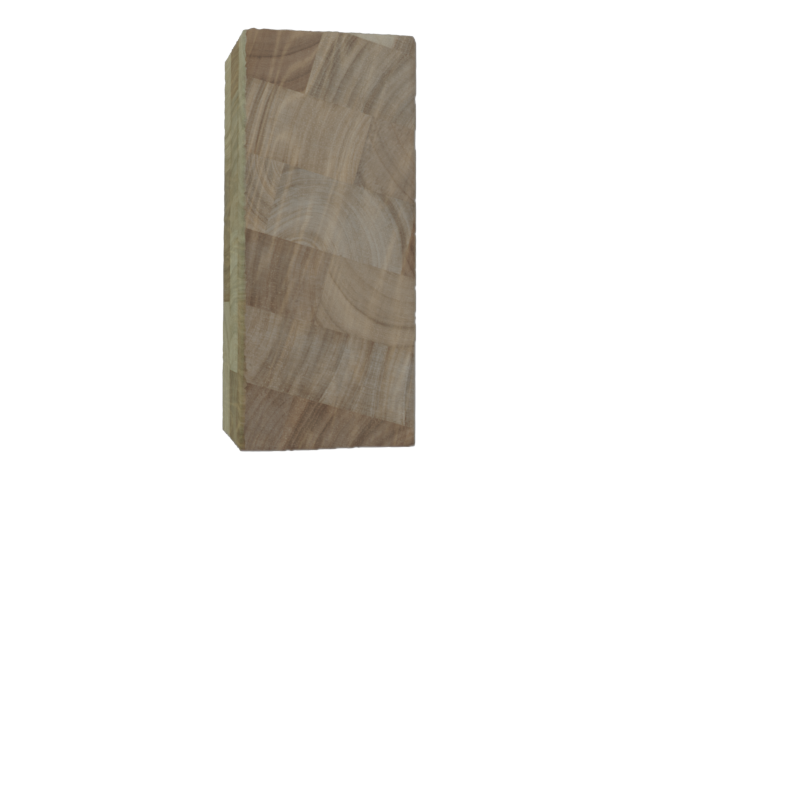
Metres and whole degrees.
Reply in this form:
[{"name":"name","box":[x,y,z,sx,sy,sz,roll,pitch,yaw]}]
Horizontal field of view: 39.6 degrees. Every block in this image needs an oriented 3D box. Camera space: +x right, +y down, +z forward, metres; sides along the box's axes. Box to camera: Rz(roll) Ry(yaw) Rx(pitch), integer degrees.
[{"name":"block","box":[-0.045,-0.084,0.586,0.089,0.207,0.092,0,-1,-14]}]
